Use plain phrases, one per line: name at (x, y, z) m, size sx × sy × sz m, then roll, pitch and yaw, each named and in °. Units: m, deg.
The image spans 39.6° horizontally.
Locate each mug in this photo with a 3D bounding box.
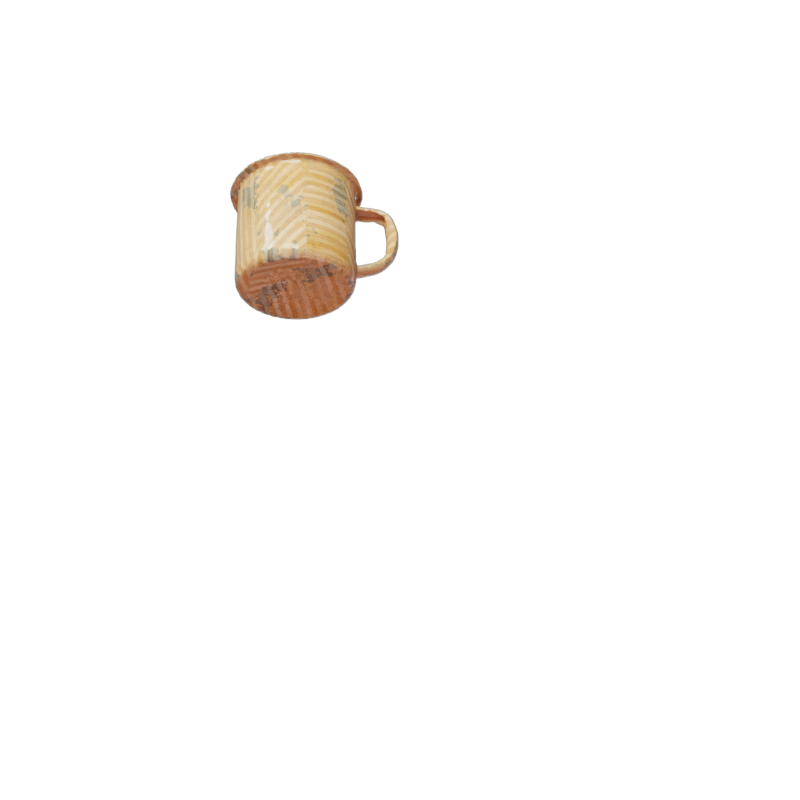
mug at (-0.059, -0.108, 0.759) m, size 0.116 × 0.087 × 0.088 m, roll 3°, pitch -33°, yaw -6°
